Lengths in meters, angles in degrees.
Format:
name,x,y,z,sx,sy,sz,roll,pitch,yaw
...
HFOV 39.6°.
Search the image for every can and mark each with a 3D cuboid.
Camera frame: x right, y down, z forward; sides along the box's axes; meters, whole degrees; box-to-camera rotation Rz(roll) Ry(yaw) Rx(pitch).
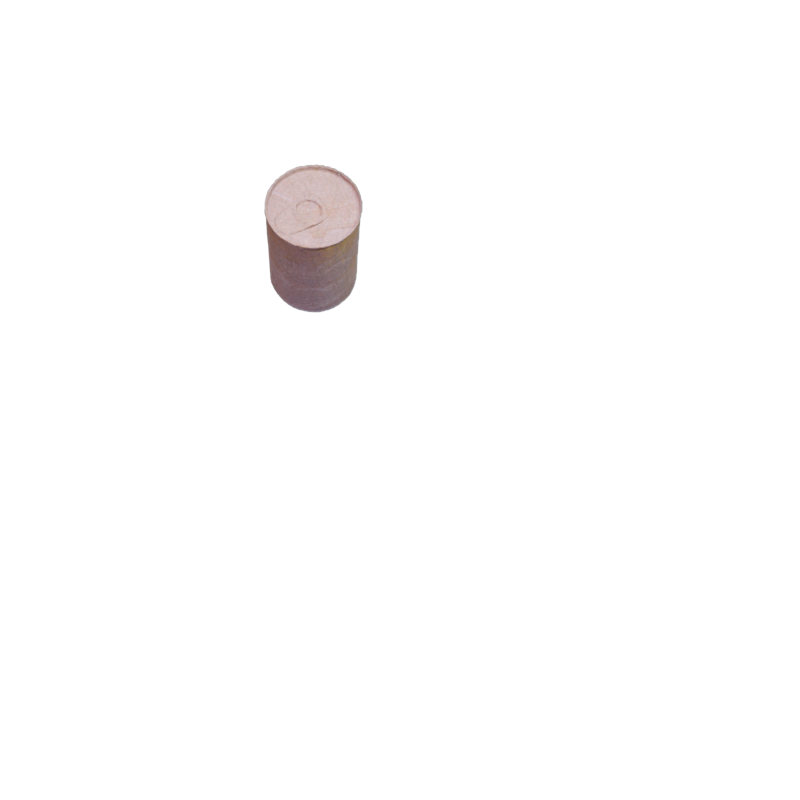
name,x,y,z,sx,sy,sz,roll,pitch,yaw
can,-0.063,-0.115,0.808,0.068,0.073,0.097,0,-25,-3
